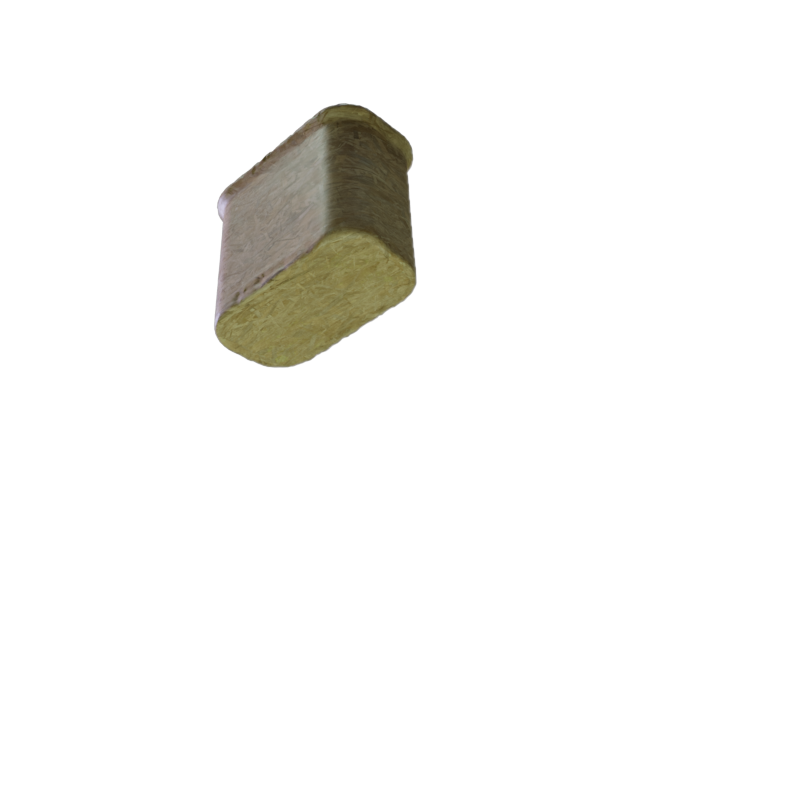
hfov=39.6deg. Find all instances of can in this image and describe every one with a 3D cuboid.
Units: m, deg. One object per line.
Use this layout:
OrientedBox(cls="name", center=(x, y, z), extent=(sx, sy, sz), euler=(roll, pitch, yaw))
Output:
OrientedBox(cls="can", center=(-0.040, -0.073, 0.514), extent=(0.101, 0.090, 0.054), euler=(-32, -49, 31))
